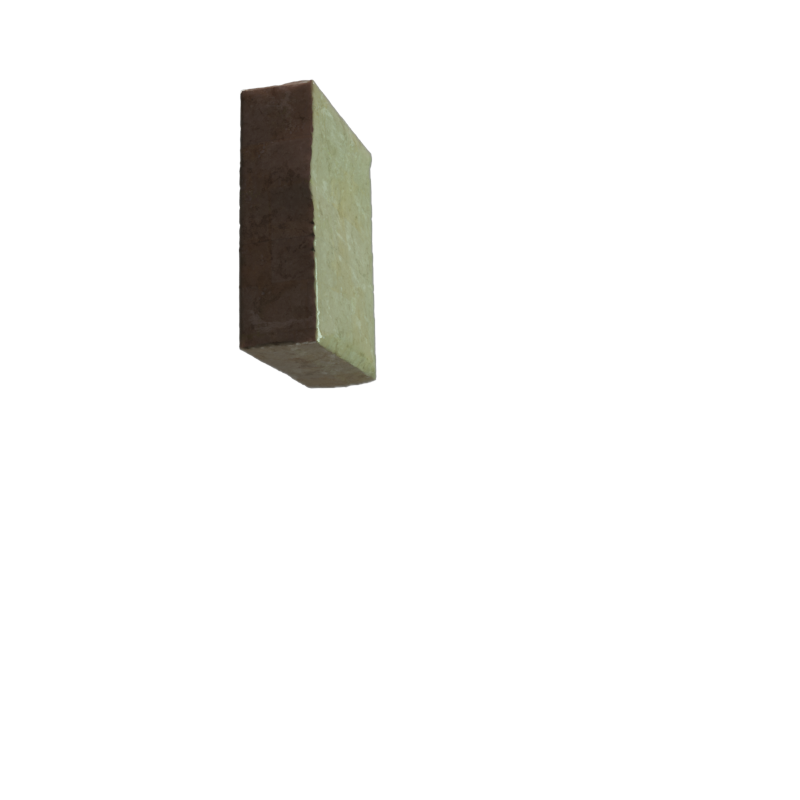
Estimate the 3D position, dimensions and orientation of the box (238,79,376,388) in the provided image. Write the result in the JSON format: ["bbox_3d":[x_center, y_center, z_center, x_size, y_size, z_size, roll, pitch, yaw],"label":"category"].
[{"bbox_3d":[-0.071,-0.129,0.906,0.073,0.223,0.155,-6,-16,15],"label":"box"}]
